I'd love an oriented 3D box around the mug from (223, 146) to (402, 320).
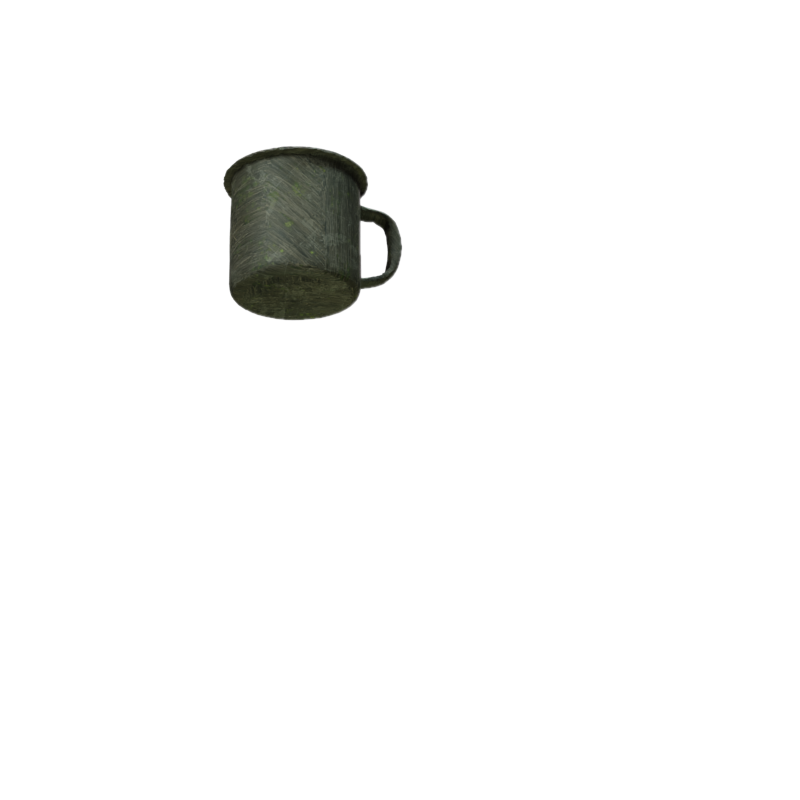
[{"bbox_3d":[-0.055,-0.100,0.699,0.114,0.086,0.091,7,-23,-20],"label":"mug"}]
